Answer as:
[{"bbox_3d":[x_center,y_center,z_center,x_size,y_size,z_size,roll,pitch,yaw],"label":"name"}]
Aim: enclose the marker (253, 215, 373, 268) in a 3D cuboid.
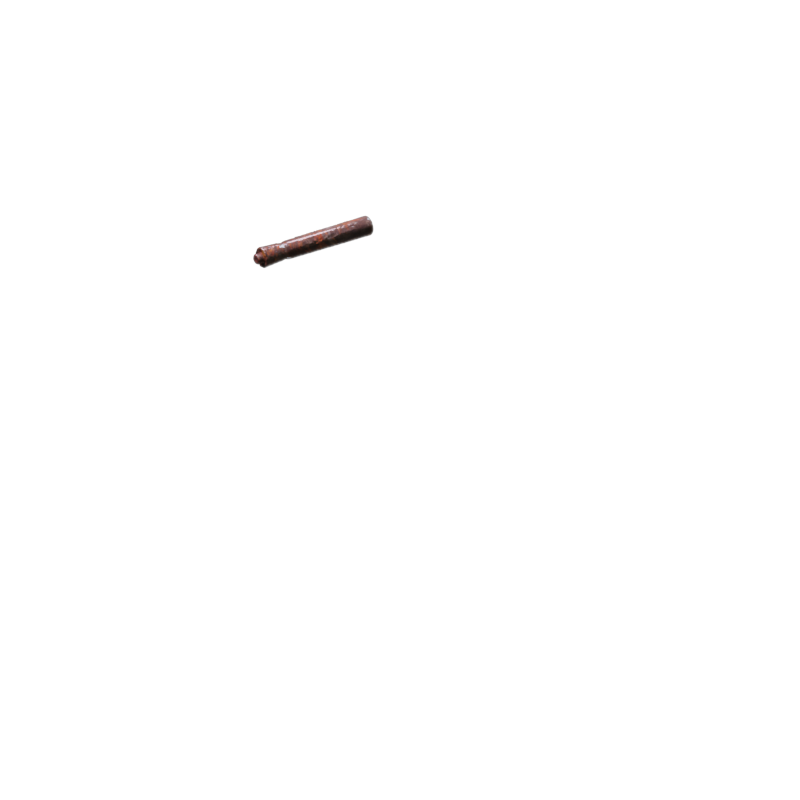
[{"bbox_3d":[-0.078,-0.142,0.993,0.119,0.019,0.021,-22,15,-30],"label":"marker"}]
